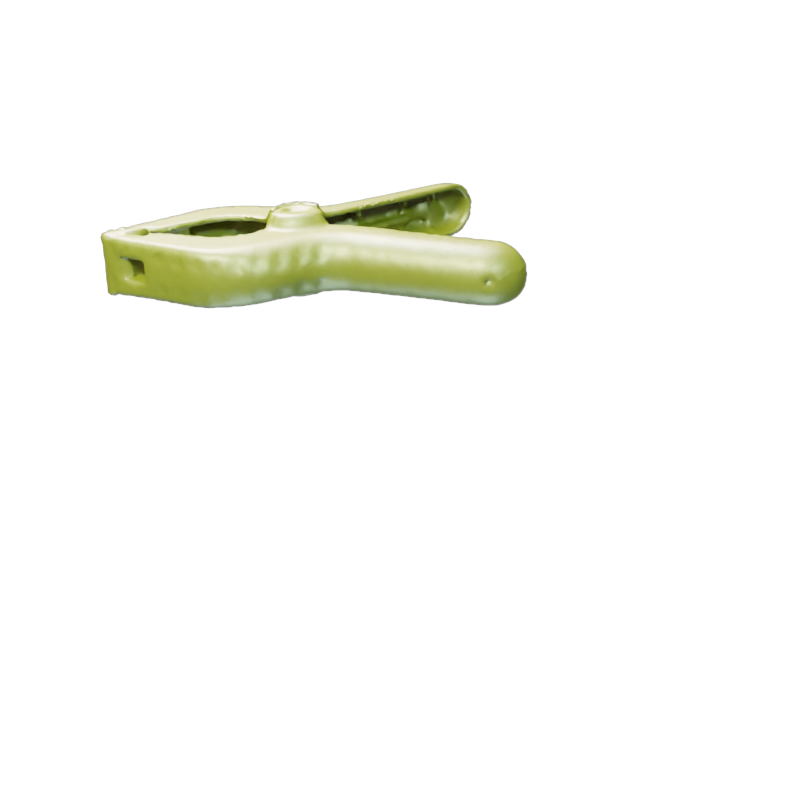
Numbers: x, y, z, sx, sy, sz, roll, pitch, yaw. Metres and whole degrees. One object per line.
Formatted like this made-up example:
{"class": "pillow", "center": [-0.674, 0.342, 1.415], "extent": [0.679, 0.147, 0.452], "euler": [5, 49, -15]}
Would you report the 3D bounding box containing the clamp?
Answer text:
{"class": "clamp", "center": [-0.037, -0.068, 0.476], "extent": [0.172, 0.038, 0.123], "euler": [1, 18, 4]}
